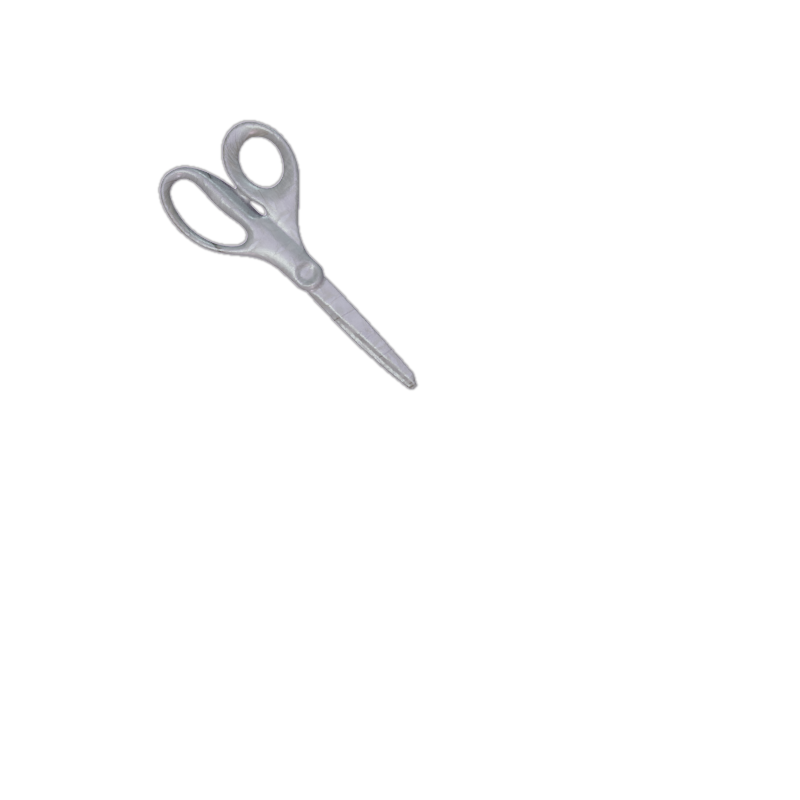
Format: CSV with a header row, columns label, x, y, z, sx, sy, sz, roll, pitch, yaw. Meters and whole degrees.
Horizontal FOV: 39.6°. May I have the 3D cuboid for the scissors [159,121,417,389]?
label,x,y,z,sx,sy,sz,roll,pitch,yaw
scissors,-0.054,-0.099,0.694,0.203,0.097,0.016,31,-4,3
